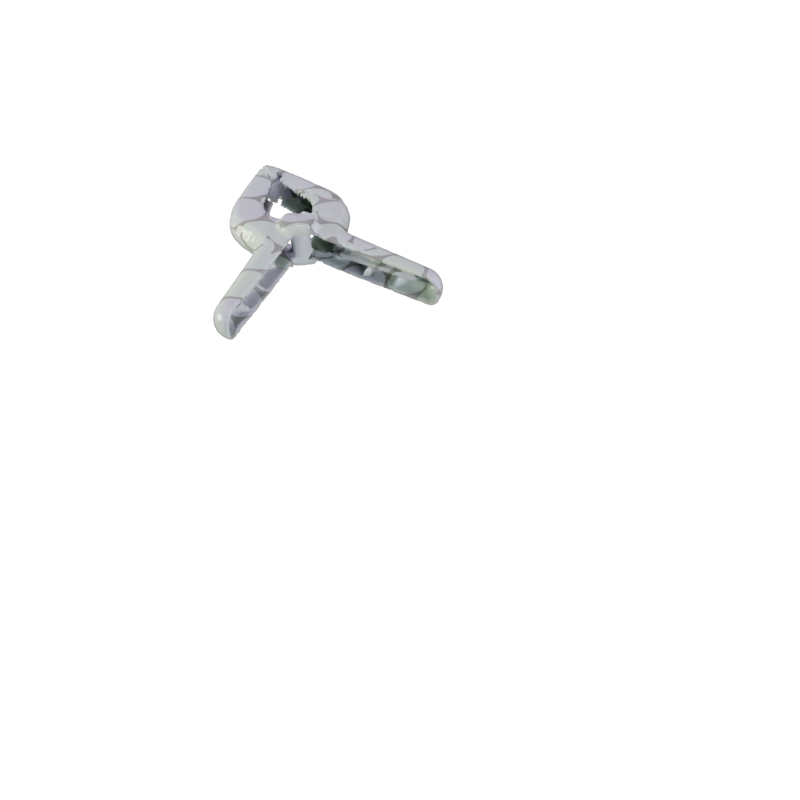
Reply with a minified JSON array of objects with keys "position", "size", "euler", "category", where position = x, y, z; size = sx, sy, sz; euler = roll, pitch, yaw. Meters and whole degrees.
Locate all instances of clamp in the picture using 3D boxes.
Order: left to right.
[{"position":[-0.066,-0.121,0.847],"size":[0.163,0.034,0.226],"euler":[-6,37,-8],"category":"clamp"}]
